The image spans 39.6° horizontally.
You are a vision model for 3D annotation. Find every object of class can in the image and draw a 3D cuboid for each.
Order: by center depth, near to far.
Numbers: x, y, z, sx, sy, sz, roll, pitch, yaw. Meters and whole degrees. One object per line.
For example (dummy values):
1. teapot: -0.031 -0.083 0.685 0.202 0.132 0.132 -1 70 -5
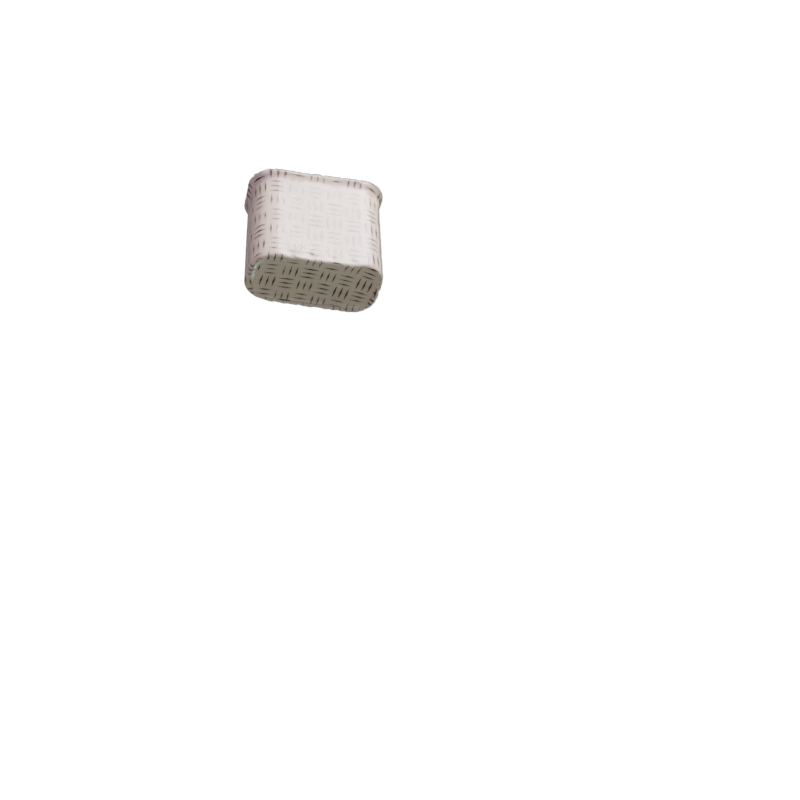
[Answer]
1. can: -0.063 -0.115 0.808 0.100 0.090 0.054 6 -39 -10
